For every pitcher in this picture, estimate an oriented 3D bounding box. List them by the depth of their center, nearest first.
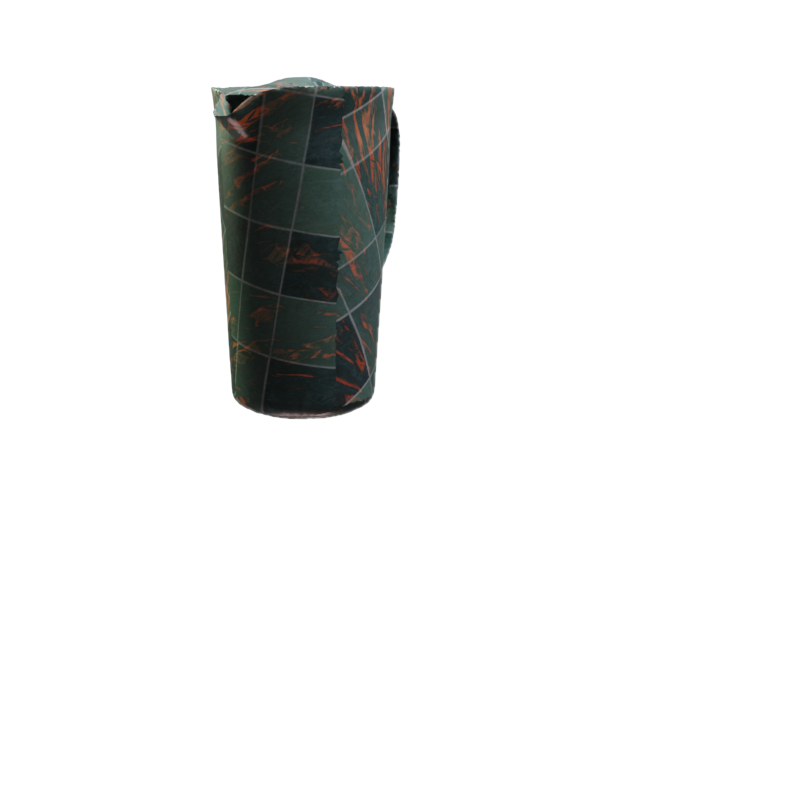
[{"bbox_3d":[-0.065,-0.118,0.829,0.148,0.238,0.149,-1,10,-7],"label":"pitcher"}]
